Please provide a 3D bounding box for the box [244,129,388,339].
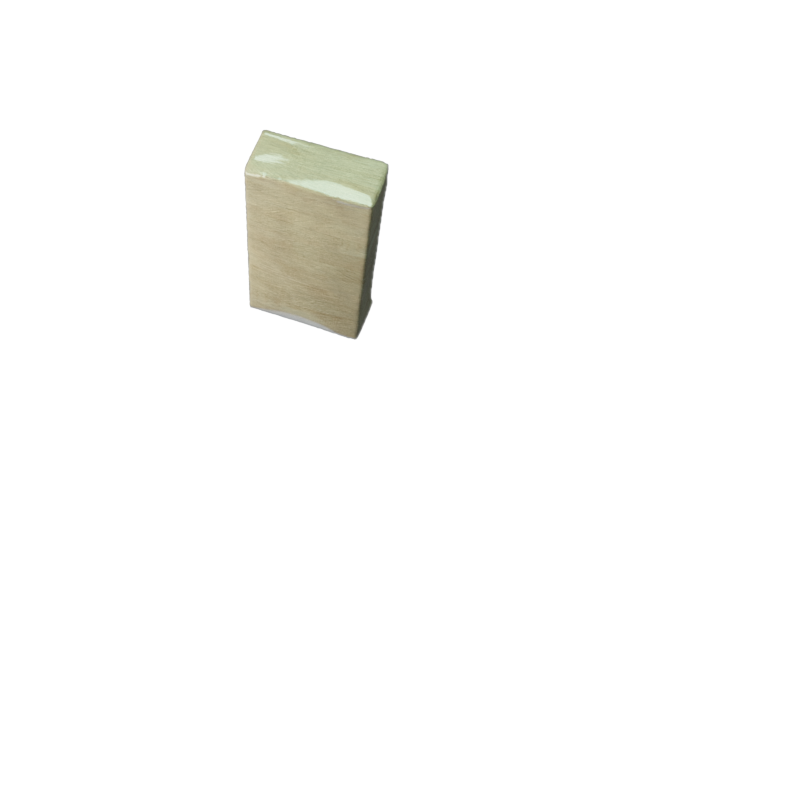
[{"bbox_3d":[-0.063,-0.115,0.807,0.095,0.050,0.166,18,-27,6],"label":"box"}]
